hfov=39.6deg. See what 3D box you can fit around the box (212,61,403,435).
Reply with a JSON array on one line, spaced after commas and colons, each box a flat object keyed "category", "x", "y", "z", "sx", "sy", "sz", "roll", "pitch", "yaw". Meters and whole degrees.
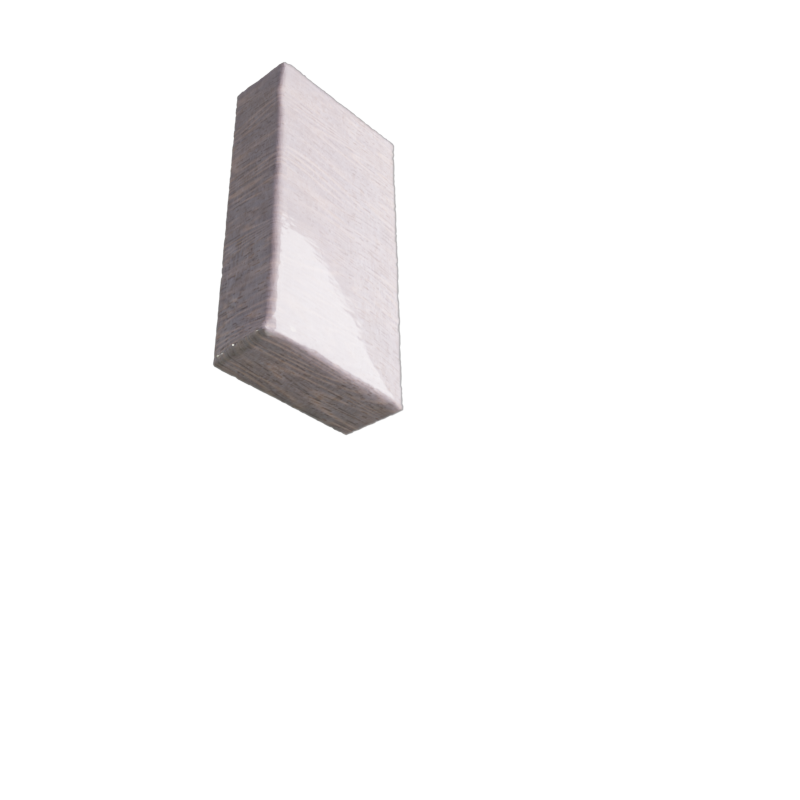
[{"category": "box", "x": -0.045, "y": -0.081, "z": 0.572, "sx": 0.048, "sy": 0.189, "sz": 0.087, "roll": -31, "pitch": -45, "yaw": 32}]
